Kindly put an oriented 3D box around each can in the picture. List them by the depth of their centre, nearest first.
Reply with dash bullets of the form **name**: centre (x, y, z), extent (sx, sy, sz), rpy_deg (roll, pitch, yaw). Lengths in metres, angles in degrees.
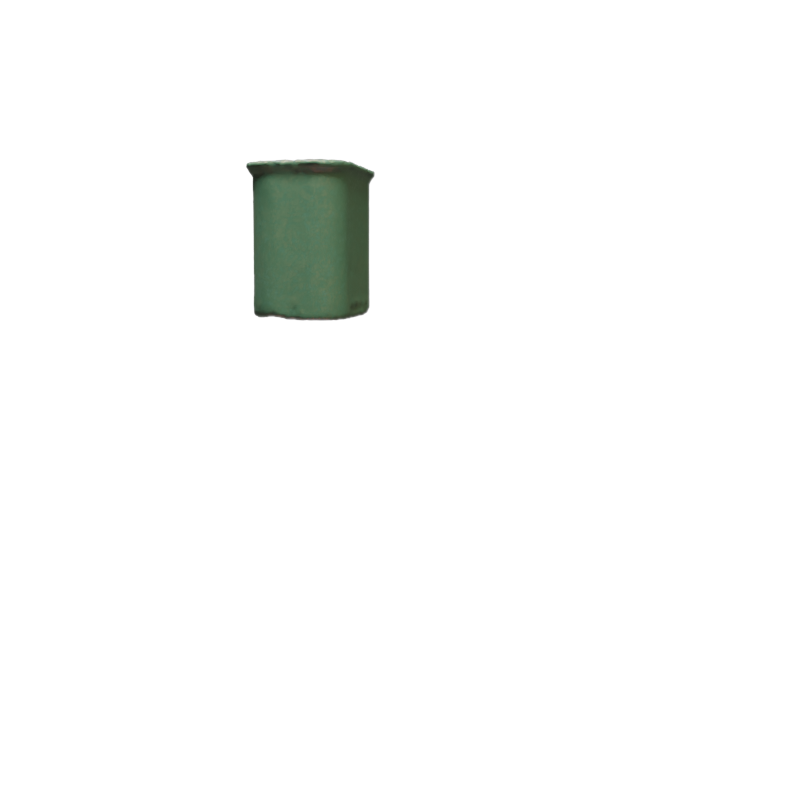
- **can**: centre (-0.049, -0.089, 0.621), extent (0.058, 0.084, 0.101), rpy_deg (0, 4, 10)
